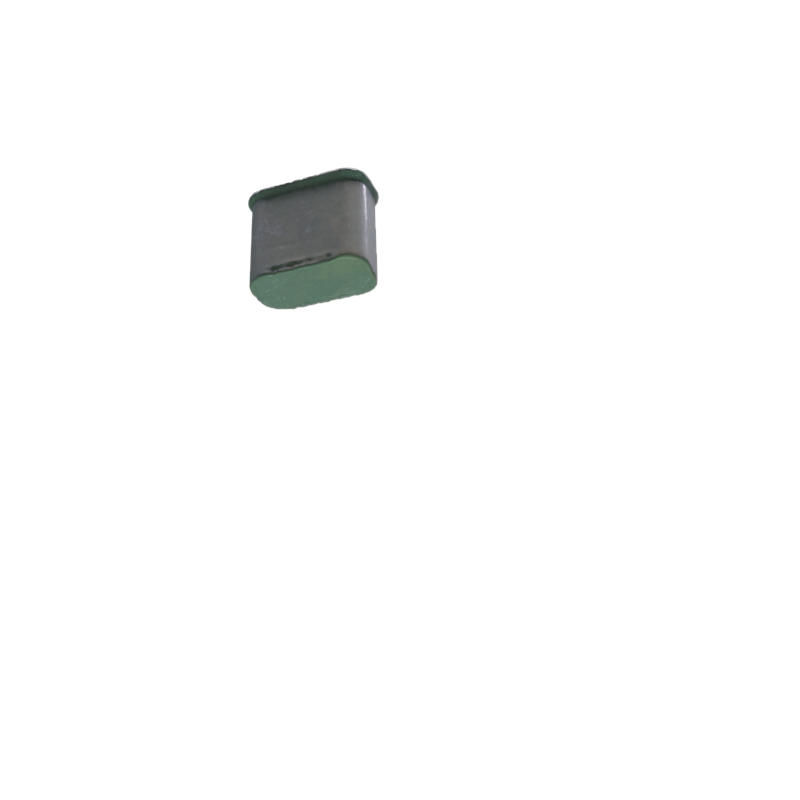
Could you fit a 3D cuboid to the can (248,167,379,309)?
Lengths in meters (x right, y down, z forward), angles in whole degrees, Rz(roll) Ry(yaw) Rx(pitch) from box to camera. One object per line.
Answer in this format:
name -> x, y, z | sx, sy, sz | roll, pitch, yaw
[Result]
can -> -0.067, -0.123, 0.859 | 0.103, 0.089, 0.053 | -12, -34, 17
